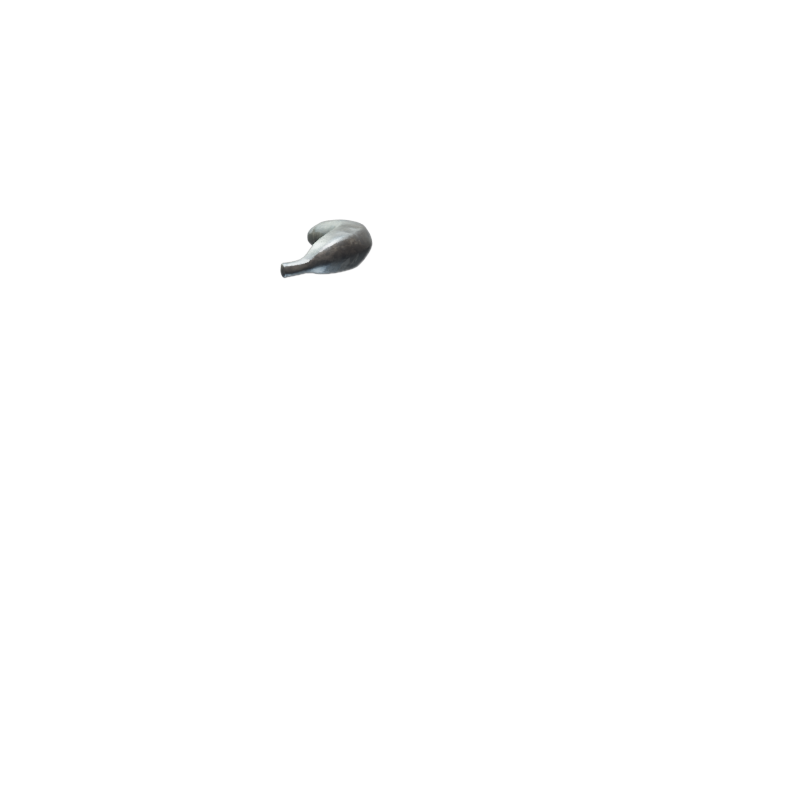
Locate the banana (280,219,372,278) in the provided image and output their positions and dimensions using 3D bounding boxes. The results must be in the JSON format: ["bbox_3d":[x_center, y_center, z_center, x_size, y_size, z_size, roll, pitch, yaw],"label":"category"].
[{"bbox_3d":[-0.058,-0.138,0.974,0.070,0.036,0.201,1,14,3],"label":"banana"}]
